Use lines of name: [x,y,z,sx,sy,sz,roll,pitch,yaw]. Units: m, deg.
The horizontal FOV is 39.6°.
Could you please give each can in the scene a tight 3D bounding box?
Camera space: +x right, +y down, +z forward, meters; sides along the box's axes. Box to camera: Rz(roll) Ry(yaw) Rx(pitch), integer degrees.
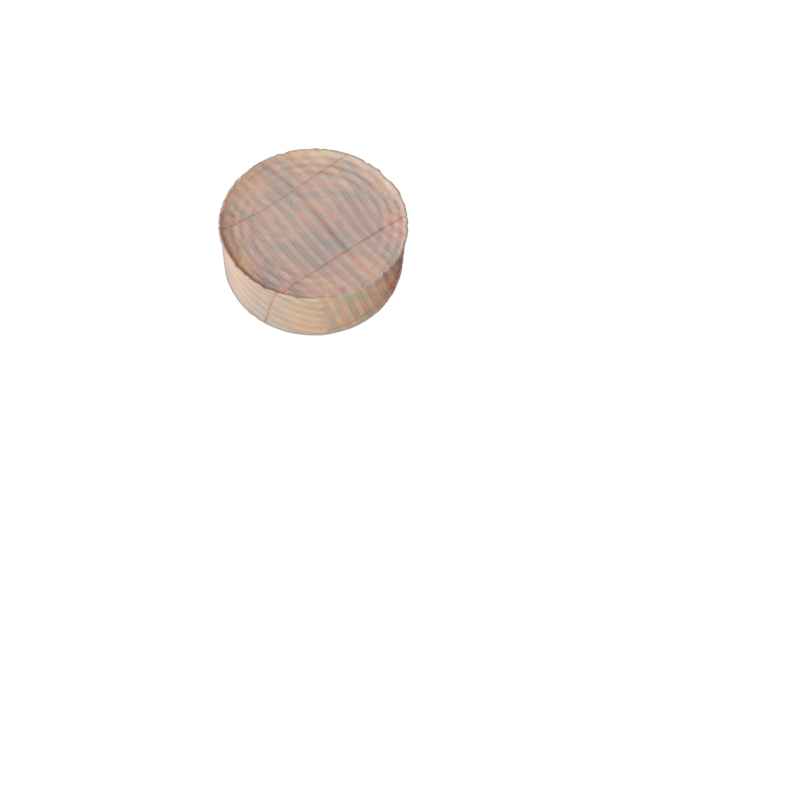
can: [-0.040,-0.073,0.512,0.086,0.092,0.031,-1,-33,-1]
